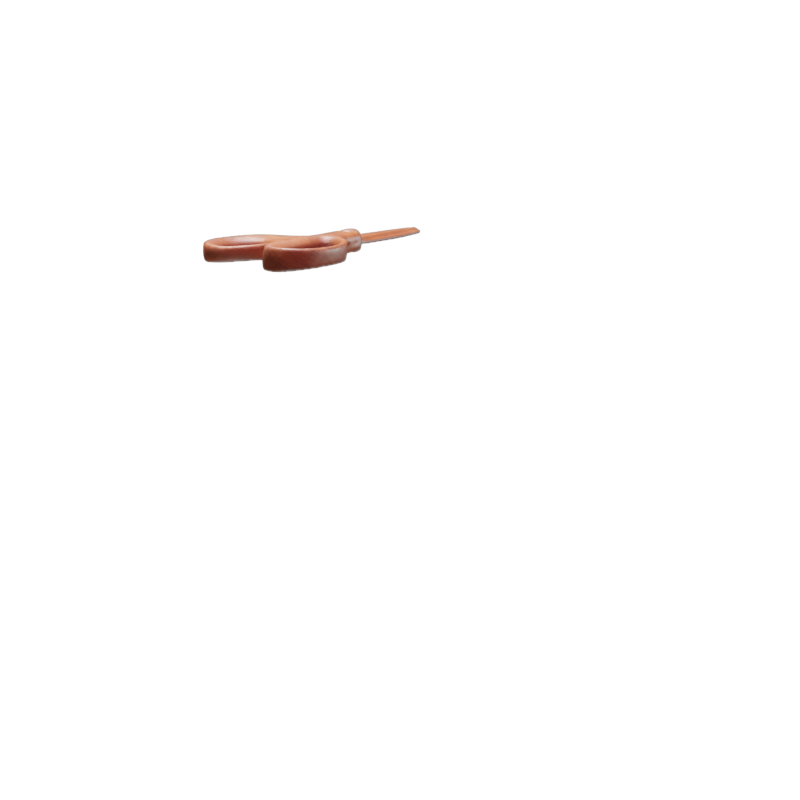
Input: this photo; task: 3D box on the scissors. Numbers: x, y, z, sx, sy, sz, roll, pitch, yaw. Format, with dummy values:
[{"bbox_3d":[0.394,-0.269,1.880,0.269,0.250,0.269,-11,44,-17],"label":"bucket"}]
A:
[{"bbox_3d":[-0.056,-0.102,0.712,0.098,0.015,0.202,3,14,14],"label":"scissors"}]
